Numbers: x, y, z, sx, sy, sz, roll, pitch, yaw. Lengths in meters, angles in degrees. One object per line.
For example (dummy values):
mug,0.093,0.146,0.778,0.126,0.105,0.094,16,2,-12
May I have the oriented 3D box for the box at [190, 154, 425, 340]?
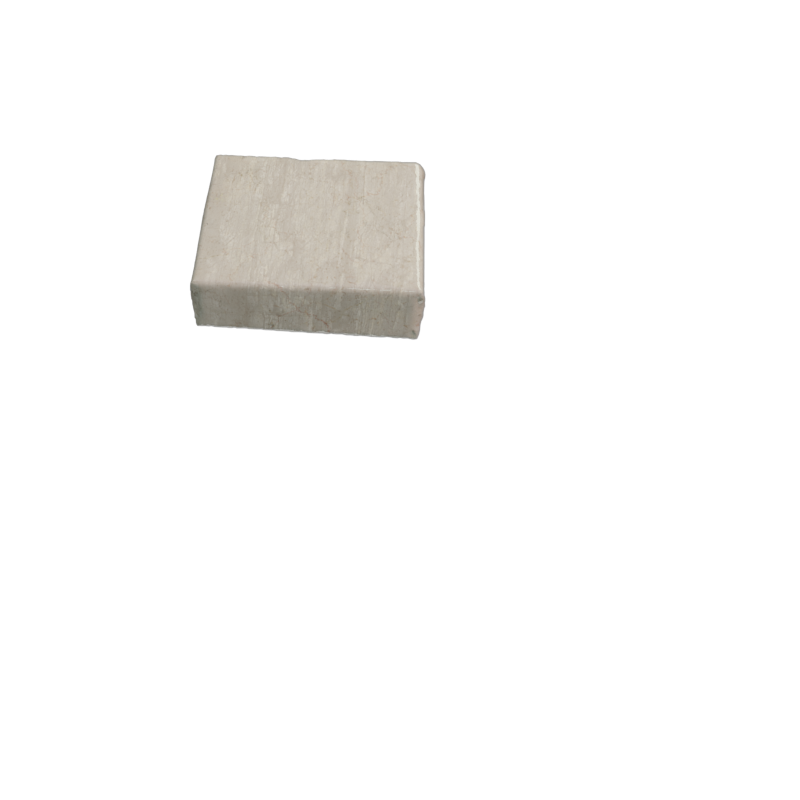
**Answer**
box,-0.035,-0.063,0.443,0.089,0.078,0.028,2,-40,1
